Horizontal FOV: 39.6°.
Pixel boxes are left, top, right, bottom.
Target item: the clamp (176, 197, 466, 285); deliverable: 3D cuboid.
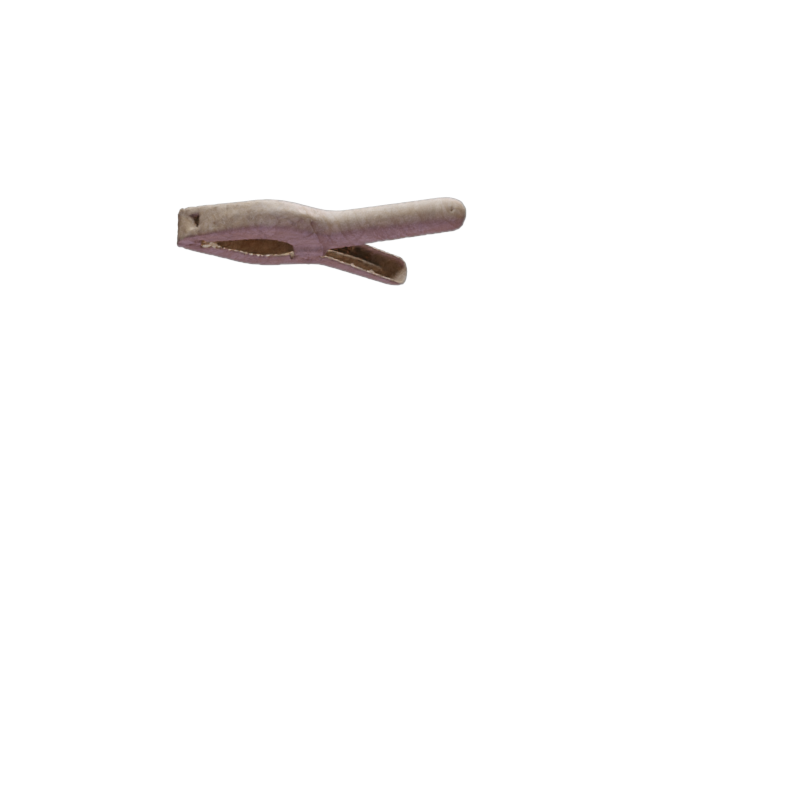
[{"bbox_3d":[-0.068,-0.124,0.866,0.208,0.038,0.160,1,-13,-6],"label":"clamp"}]
